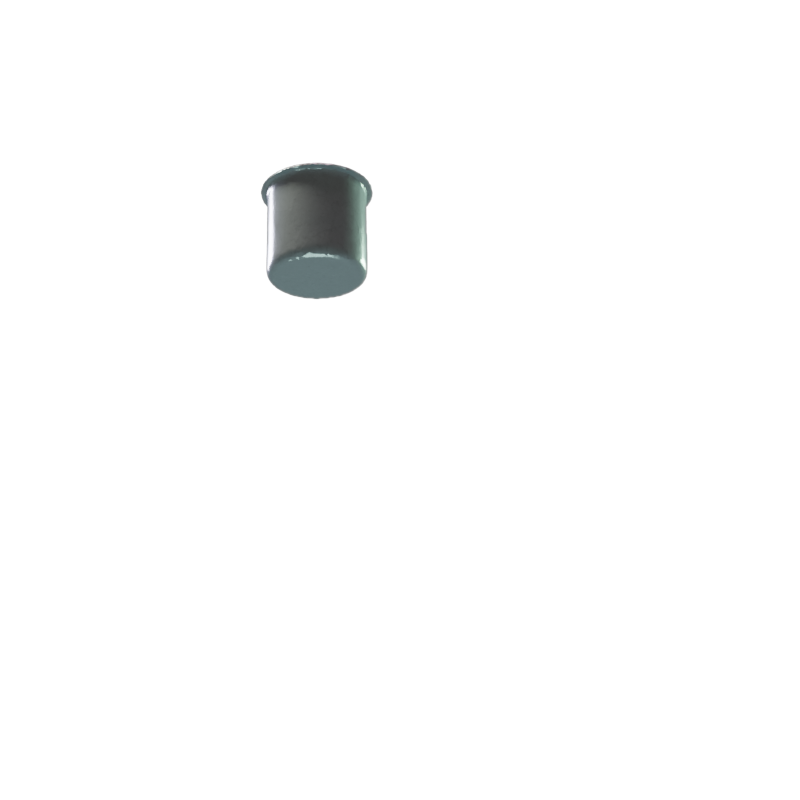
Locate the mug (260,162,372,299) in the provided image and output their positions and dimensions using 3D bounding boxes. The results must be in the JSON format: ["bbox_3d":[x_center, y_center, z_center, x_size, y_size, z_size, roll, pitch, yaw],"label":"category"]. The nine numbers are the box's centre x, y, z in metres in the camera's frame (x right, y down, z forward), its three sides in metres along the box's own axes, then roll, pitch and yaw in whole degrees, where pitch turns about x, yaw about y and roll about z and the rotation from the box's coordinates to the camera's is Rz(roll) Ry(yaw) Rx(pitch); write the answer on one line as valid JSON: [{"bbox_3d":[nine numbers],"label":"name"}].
[{"bbox_3d":[-0.072,-0.131,0.916,0.091,0.086,0.113,7,-26,-16],"label":"mug"}]
